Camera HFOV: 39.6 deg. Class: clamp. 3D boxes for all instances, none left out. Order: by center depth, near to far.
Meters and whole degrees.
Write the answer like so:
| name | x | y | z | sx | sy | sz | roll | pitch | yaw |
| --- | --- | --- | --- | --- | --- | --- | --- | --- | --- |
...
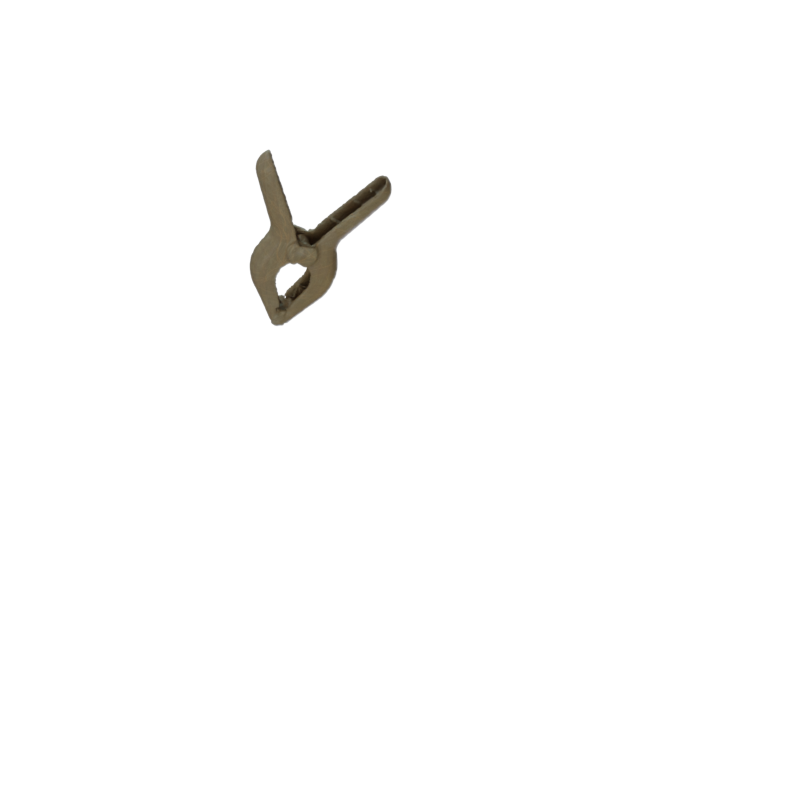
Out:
| name | x | y | z | sx | sy | sz | roll | pitch | yaw |
| --- | --- | --- | --- | --- | --- | --- | --- | --- | --- |
| clamp | -0.077 | -0.141 | 0.987 | 0.119 | 0.162 | 0.042 | 8 | 36 | -7 |
